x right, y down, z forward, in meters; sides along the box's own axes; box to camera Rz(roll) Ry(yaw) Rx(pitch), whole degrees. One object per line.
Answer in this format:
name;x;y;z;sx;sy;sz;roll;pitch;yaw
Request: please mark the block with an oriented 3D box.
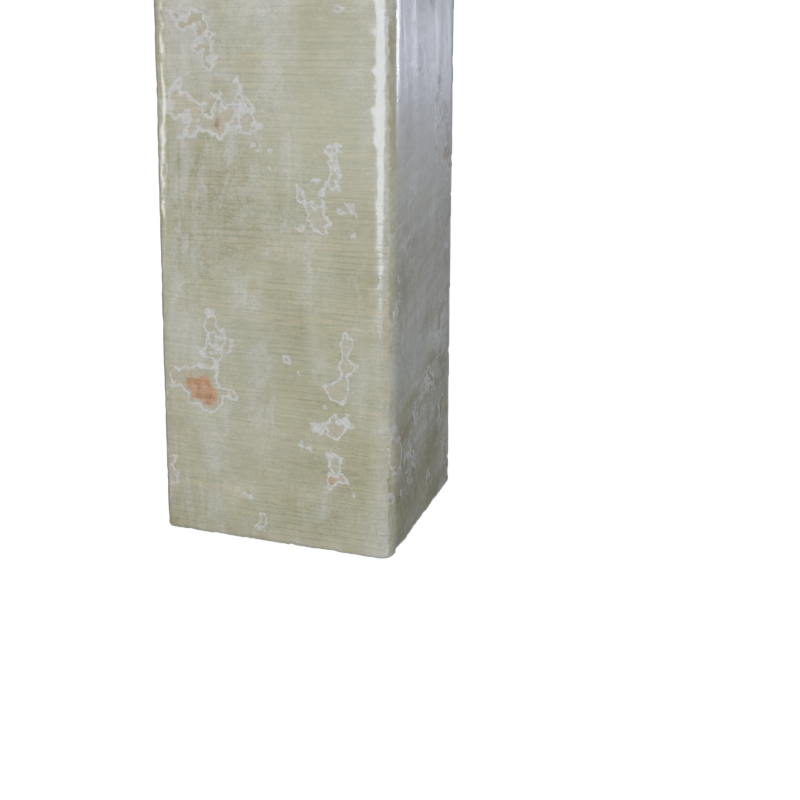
block;-0.034;-0.060;0.423;0.093;0.202;0.090;4;11;18
